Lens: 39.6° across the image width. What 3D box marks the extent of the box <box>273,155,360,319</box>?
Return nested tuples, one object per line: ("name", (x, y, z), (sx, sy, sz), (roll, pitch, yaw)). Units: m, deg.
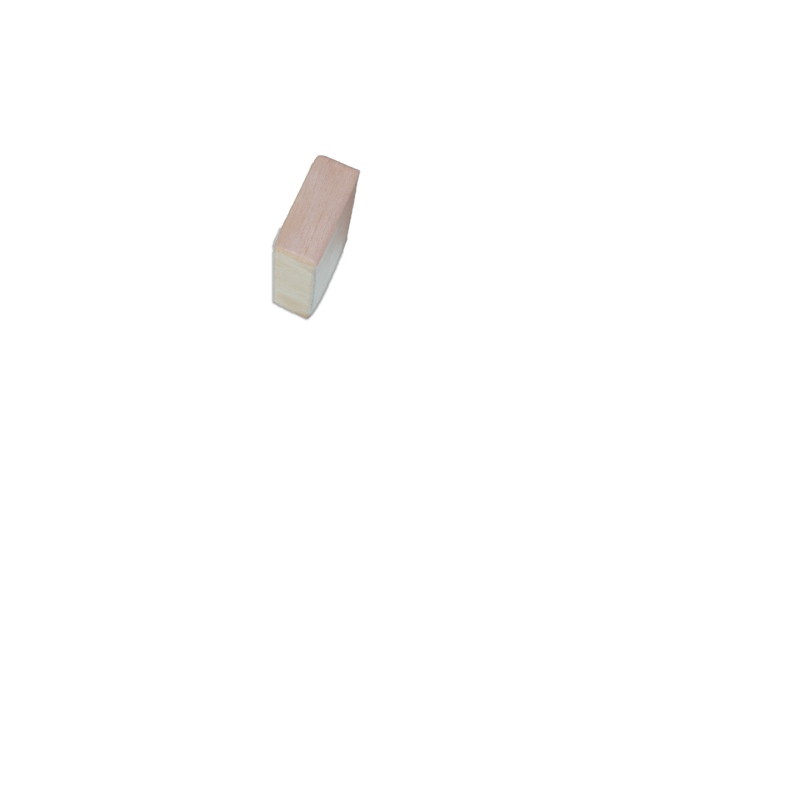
("box", (-0.076, -0.139, 0.974), (0.048, 0.096, 0.170), (23, -14, 1))
